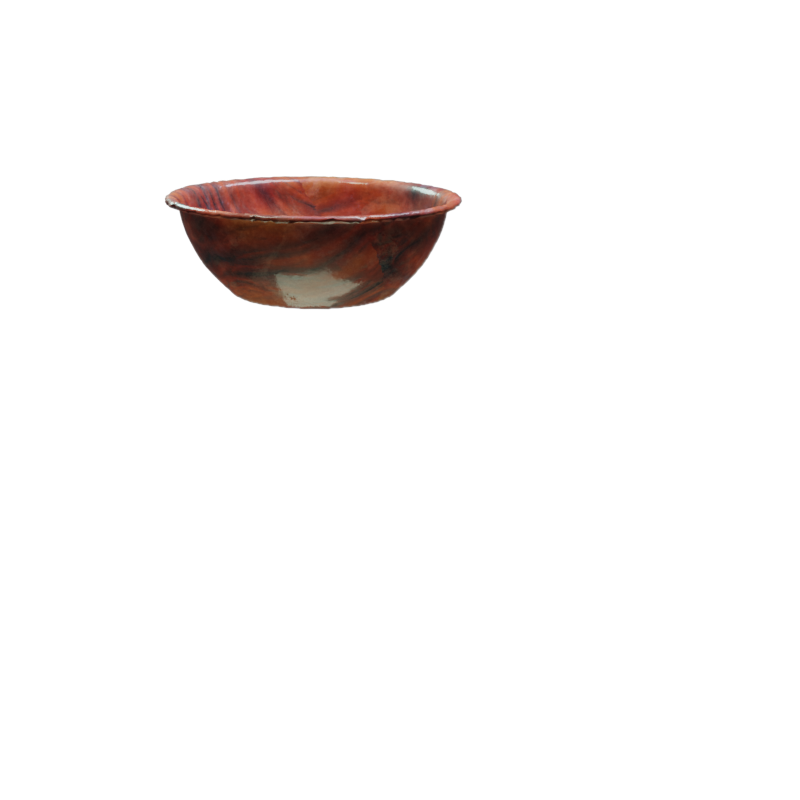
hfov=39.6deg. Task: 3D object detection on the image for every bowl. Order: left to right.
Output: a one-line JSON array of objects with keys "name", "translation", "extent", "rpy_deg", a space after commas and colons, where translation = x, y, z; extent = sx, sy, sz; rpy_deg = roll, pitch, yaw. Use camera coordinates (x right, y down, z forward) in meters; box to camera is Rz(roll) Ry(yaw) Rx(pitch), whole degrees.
[{"name": "bowl", "translation": [-0.048, -0.087, 0.612], "extent": [0.162, 0.053, 0.168], "rpy_deg": [-1, 18, -2]}]
